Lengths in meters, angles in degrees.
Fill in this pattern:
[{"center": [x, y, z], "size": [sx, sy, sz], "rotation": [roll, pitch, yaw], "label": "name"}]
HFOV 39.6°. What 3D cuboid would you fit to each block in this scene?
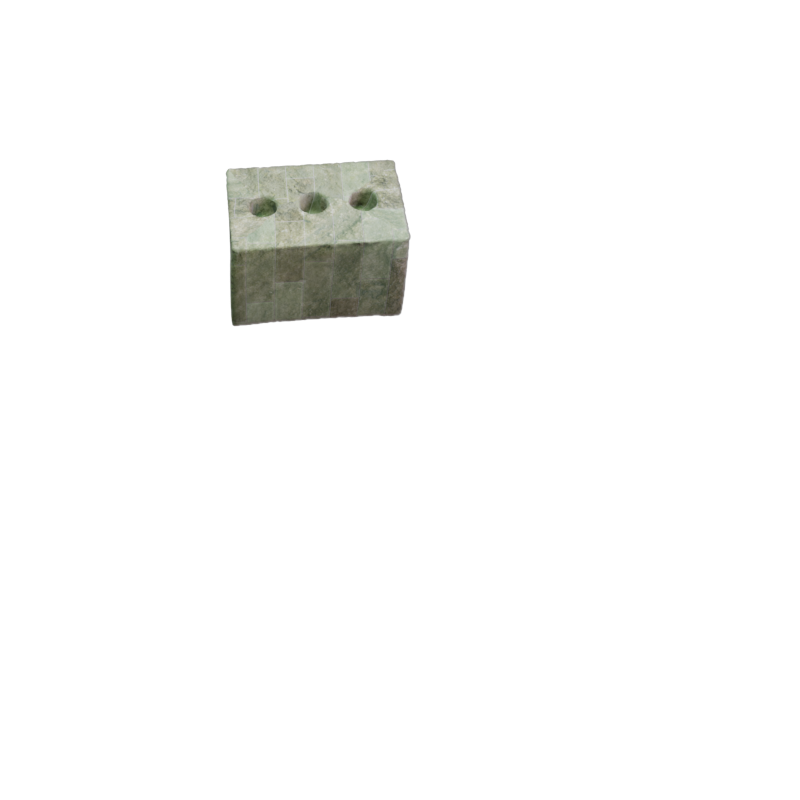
[{"center": [-0.039, -0.071, 0.497], "size": [0.077, 0.057, 0.048], "rotation": [-5, -39, -5], "label": "block"}]
